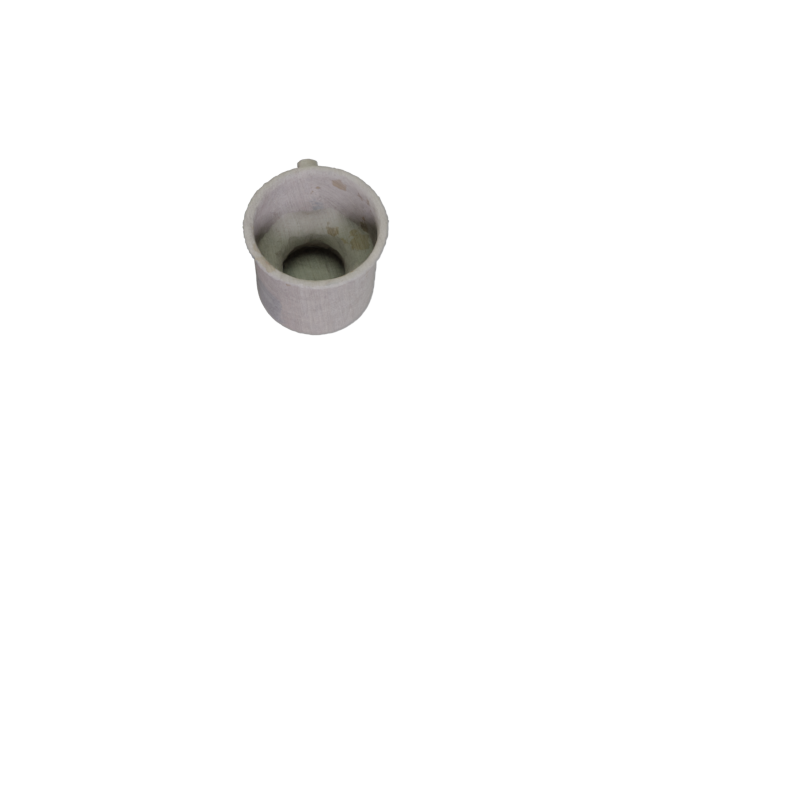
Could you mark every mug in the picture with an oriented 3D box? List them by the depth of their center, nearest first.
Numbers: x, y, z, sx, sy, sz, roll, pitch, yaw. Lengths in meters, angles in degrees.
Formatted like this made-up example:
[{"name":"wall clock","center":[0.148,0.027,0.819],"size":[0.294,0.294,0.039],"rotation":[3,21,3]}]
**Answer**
[{"name":"mug","center":[-0.058,-0.106,0.745],"size":[0.093,0.125,0.077],"rotation":[-7,-28,-6]}]
